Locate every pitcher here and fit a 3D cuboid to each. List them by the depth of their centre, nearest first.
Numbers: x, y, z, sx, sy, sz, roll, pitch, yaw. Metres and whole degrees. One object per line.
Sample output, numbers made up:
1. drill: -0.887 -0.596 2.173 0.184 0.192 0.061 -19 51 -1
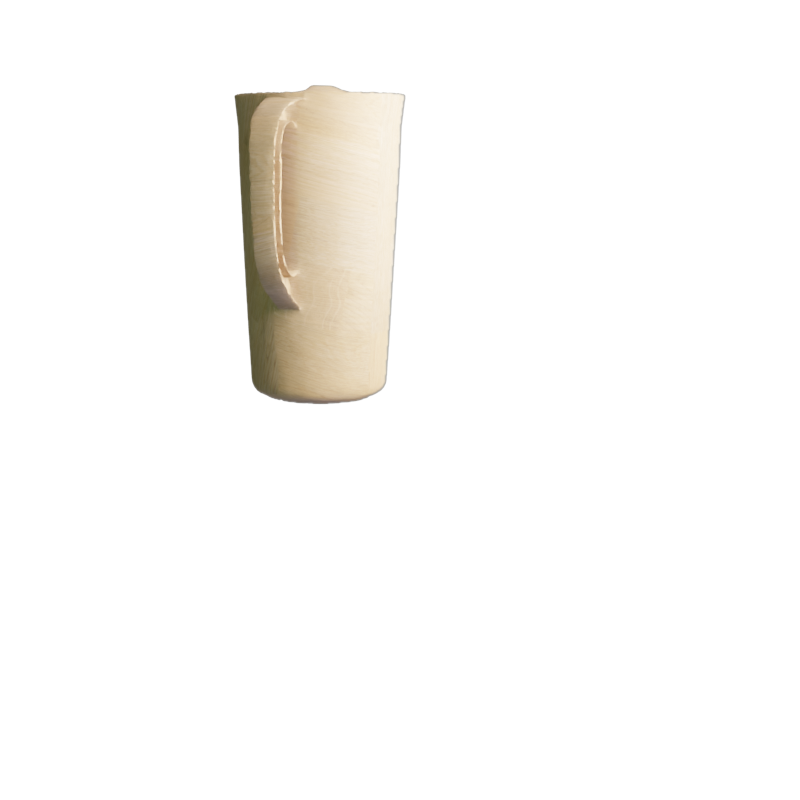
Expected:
1. pitcher: -0.068 -0.124 0.867 0.145 0.240 0.151 -3 7 -25
